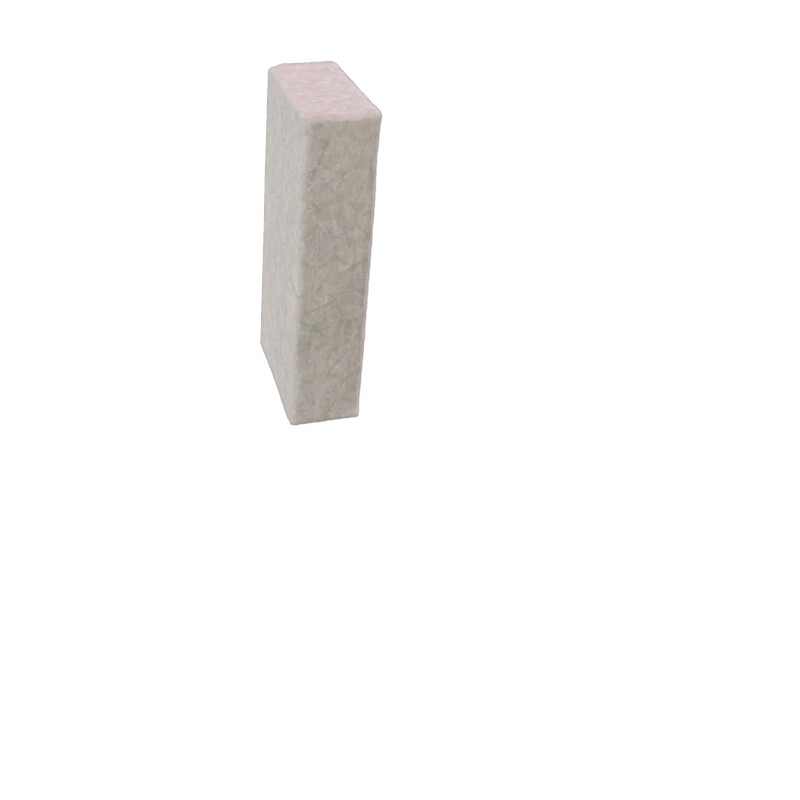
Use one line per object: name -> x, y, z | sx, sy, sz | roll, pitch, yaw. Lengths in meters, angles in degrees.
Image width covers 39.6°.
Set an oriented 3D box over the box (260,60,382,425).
box -> -0.047, -0.086, 0.600 | 0.047, 0.167, 0.100 | -6, 29, -15
